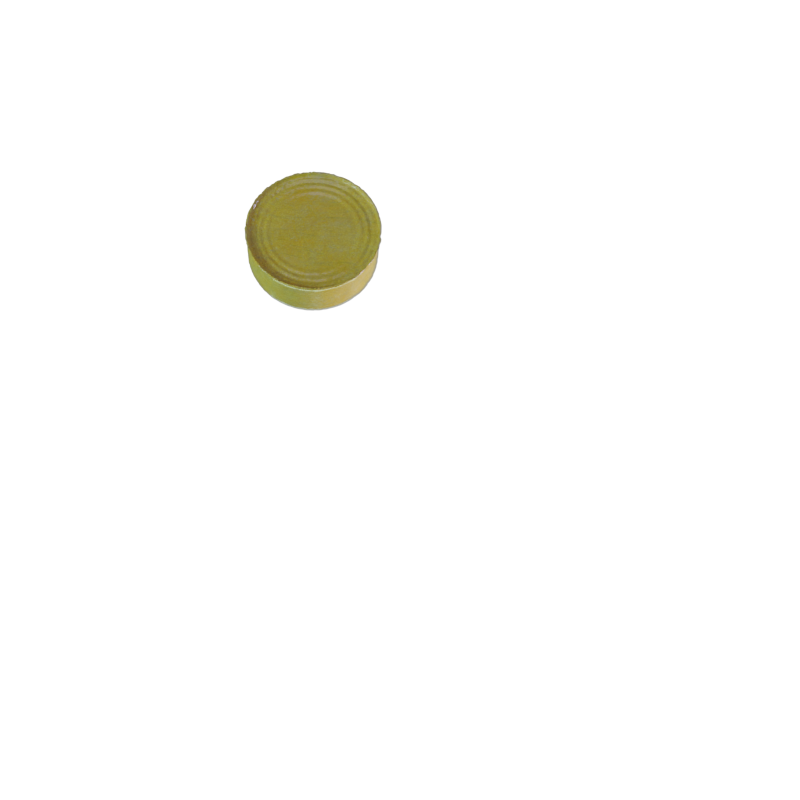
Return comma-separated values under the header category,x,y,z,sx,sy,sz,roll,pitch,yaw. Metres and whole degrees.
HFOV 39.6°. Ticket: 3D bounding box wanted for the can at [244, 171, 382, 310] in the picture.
category,x,y,z,sx,sy,sz,roll,pitch,yaw
can,-0.055,-0.101,0.706,0.086,0.091,0.032,-1,-28,-1
